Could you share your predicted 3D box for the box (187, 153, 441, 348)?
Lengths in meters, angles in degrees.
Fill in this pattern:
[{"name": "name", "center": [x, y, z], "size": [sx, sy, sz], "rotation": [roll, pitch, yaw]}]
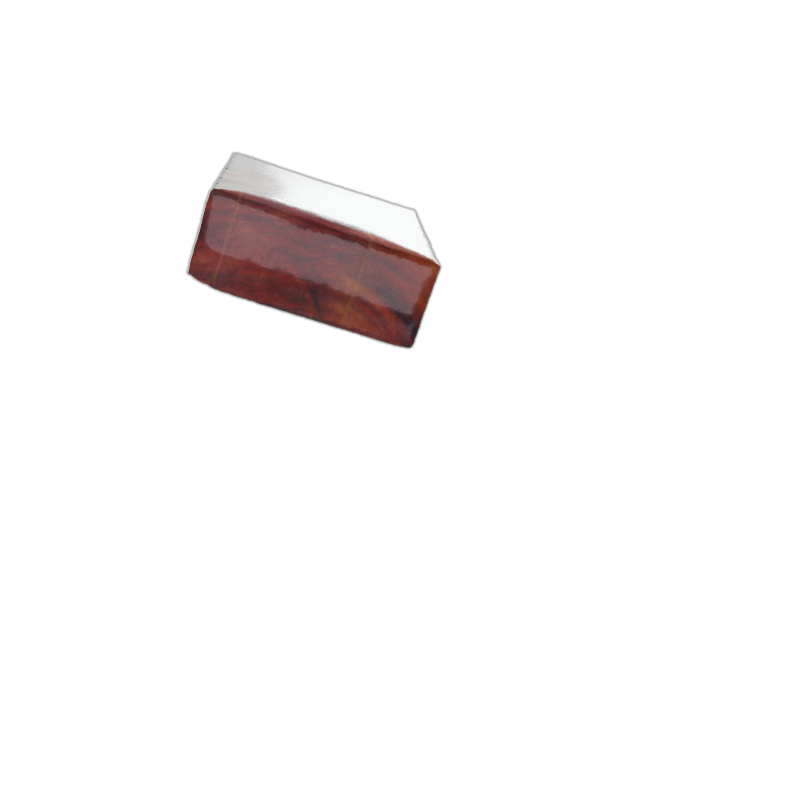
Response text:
[{"name": "box", "center": [-0.066, -0.120, 0.839], "size": [0.162, 0.070, 0.222], "rotation": [17, 16, -7]}]
